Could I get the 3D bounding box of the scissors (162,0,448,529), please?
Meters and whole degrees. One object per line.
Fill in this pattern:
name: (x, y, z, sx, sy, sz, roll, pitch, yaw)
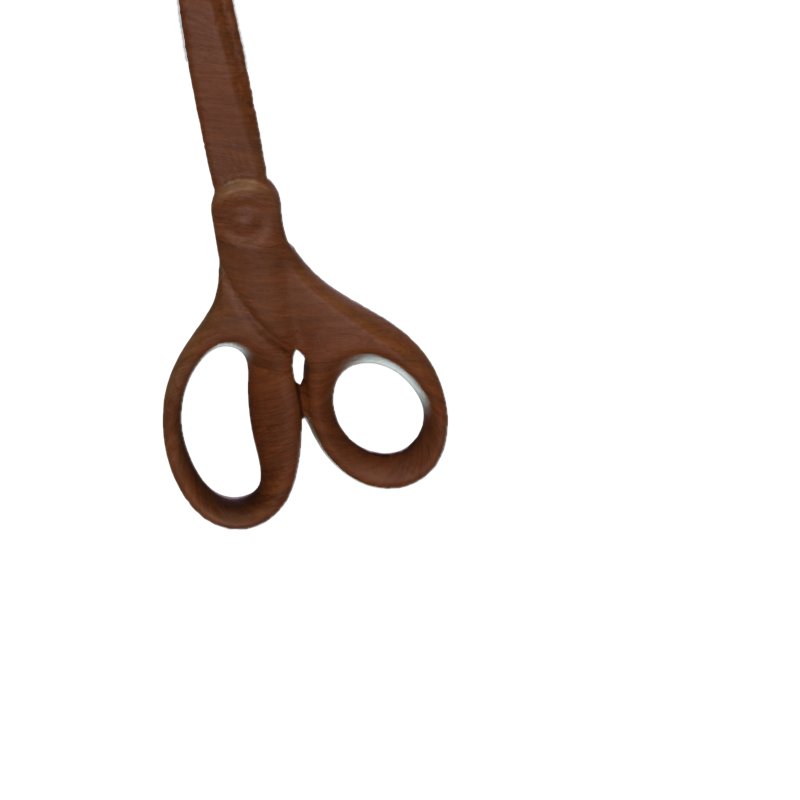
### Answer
scissors: (-0.025, -0.045, 0.314, 0.096, 0.192, 0.017, 8, 27, -4)
